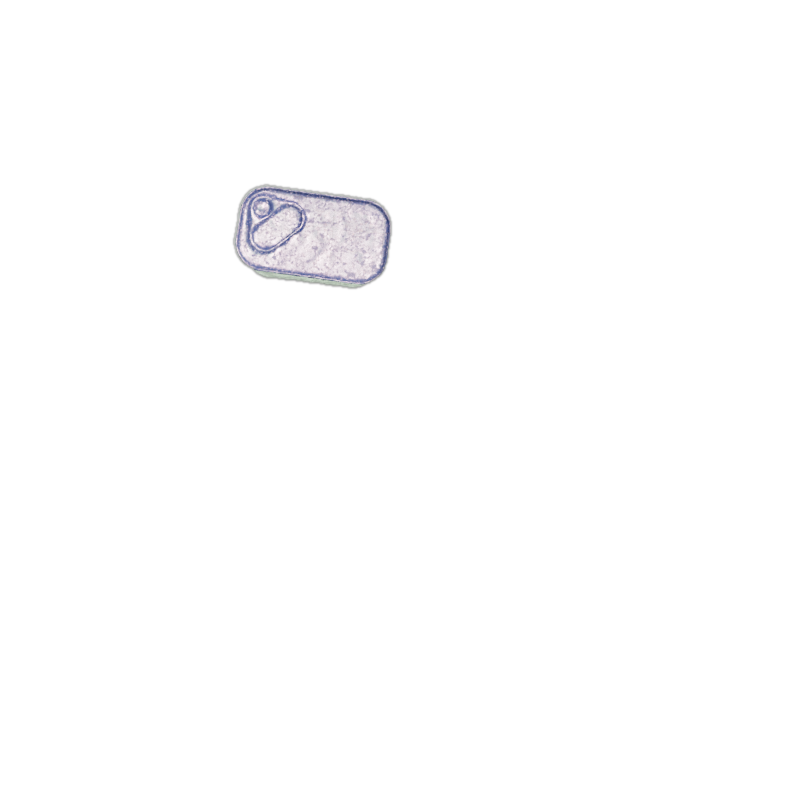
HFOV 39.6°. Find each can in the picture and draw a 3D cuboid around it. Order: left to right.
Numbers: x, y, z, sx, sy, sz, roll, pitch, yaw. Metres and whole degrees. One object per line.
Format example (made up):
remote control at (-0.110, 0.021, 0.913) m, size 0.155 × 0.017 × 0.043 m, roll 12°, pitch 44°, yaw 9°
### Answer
can at (-0.061, -0.110, 0.772) m, size 0.102 × 0.058 × 0.083 m, roll 8°, pitch -1°, yaw -1°
